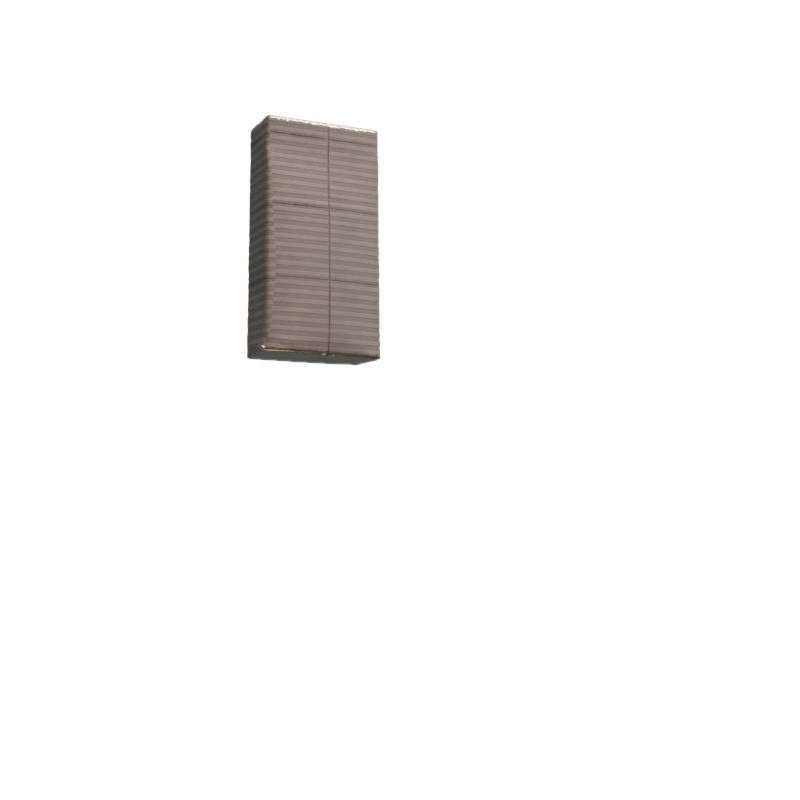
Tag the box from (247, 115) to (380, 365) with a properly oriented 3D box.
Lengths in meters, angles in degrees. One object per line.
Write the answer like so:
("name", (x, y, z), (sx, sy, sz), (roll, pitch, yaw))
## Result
("box", (-0.064, -0.118, 0.824), (0.090, 0.183, 0.048), (5, -16, -24))
